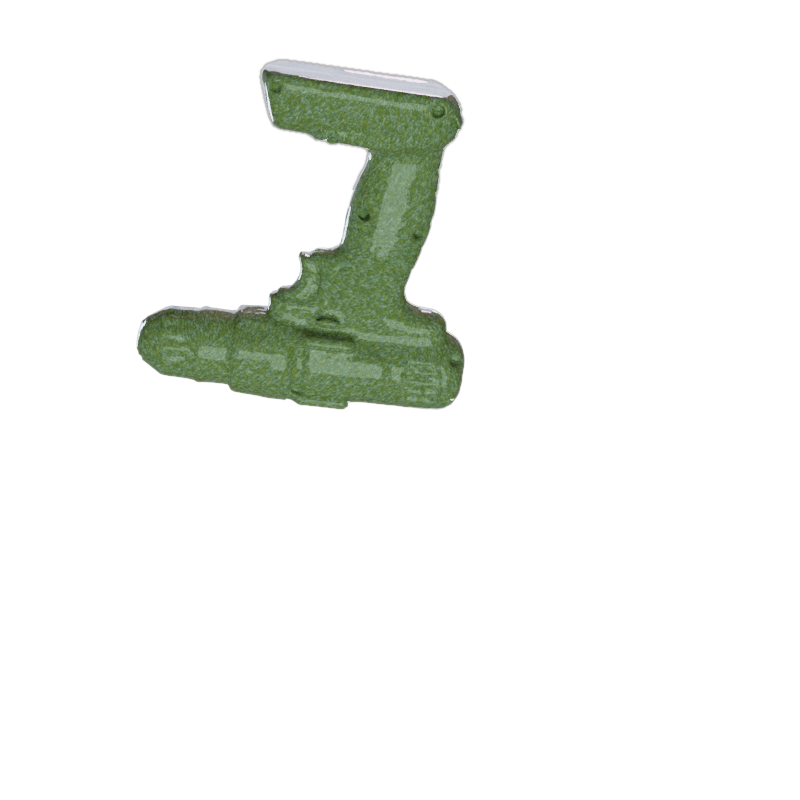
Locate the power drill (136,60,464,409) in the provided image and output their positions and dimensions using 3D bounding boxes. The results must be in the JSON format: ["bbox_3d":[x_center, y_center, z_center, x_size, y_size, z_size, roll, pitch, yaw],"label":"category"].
[{"bbox_3d":[-0.047,-0.086,0.605,0.183,0.180,0.060,7,21,-3],"label":"power drill"}]
